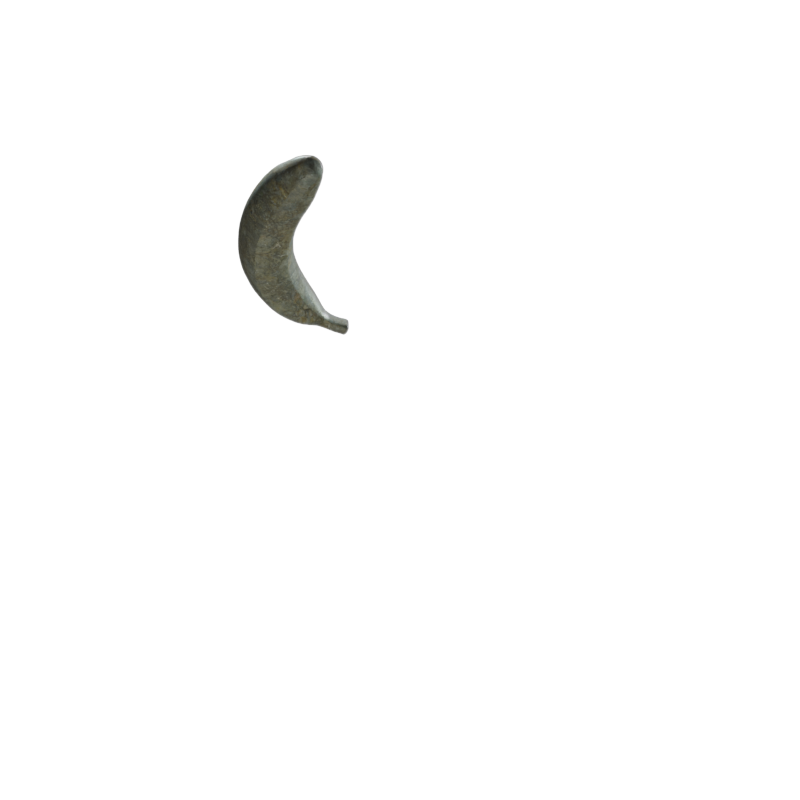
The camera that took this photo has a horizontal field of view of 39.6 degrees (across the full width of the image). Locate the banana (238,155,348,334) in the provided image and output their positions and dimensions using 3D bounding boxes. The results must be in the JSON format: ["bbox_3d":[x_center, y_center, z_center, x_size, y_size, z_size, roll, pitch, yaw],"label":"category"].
[{"bbox_3d":[-0.077,-0.105,0.758,0.070,0.039,0.185,-2,-28,3],"label":"banana"}]
